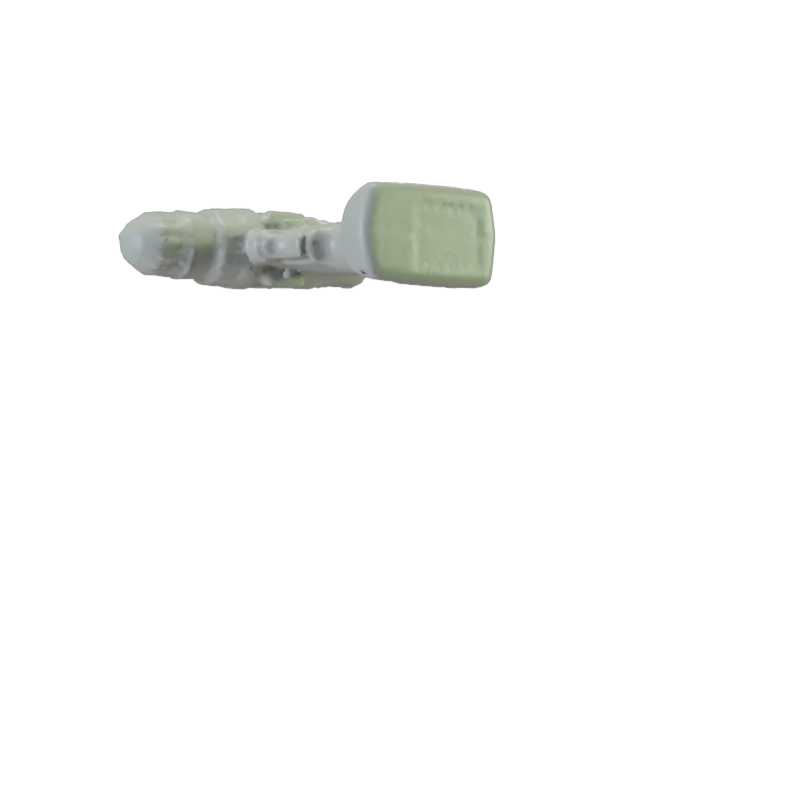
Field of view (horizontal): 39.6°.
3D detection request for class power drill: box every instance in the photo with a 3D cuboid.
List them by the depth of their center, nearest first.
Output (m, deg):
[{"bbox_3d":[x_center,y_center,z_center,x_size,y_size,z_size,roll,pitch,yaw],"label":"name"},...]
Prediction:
[{"bbox_3d":[-0.052,-0.095,0.669,0.178,0.057,0.195,-4,6,-39],"label":"power drill"}]
